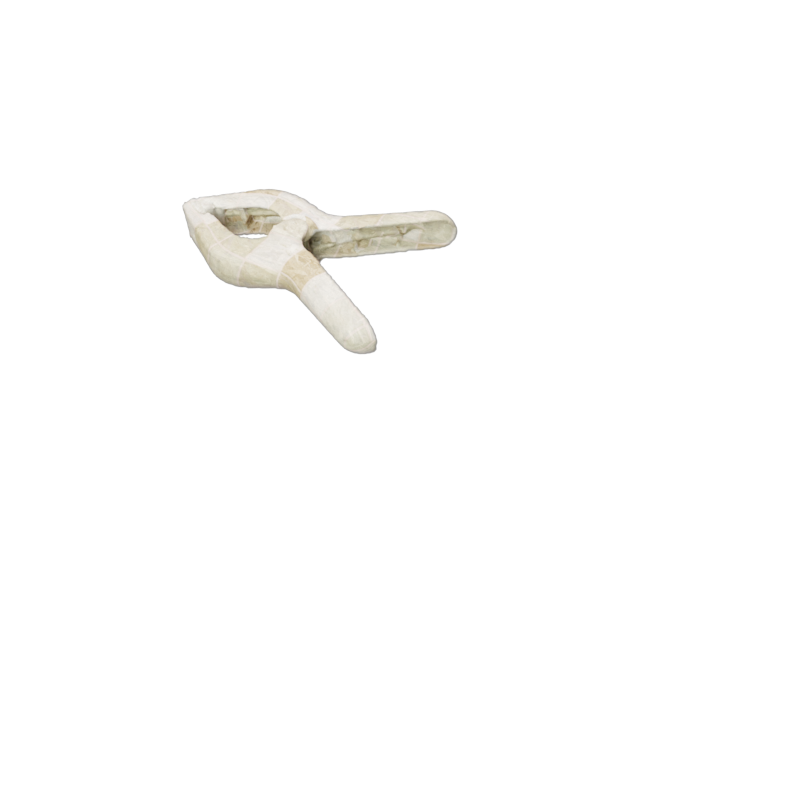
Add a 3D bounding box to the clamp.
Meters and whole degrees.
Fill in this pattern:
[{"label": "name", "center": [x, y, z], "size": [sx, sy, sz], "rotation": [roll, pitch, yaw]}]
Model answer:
[{"label": "clamp", "center": [-0.054, -0.098, 0.687], "size": [0.181, 0.037, 0.122], "rotation": [27, 48, 27]}]
